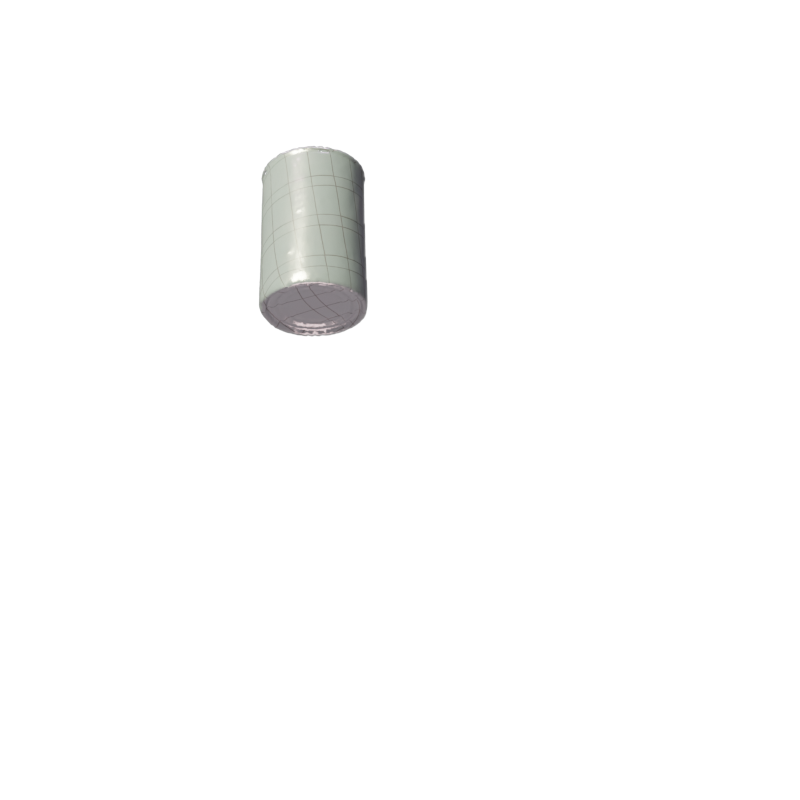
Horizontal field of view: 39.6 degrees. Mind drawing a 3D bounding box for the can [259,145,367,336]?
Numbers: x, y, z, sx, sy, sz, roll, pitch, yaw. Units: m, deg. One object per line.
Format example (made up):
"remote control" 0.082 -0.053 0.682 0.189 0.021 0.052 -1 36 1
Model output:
"can" -0.055 -0.100 0.703 0.068 0.109 0.064 -1 -31 -2
